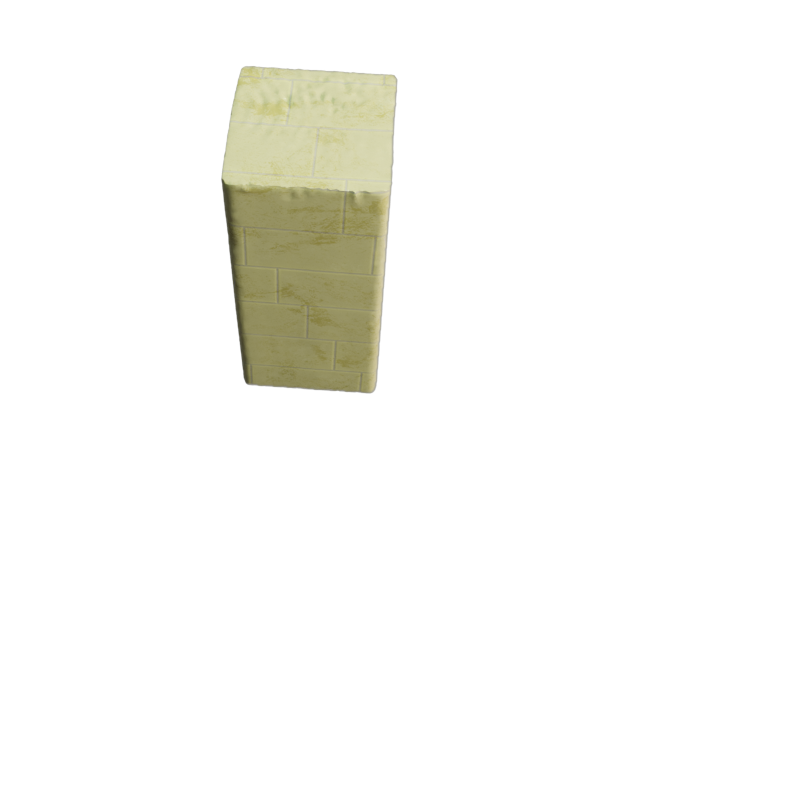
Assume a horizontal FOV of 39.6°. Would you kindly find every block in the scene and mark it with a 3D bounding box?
[{"bbox_3d":[-0.053,-0.096,0.676,0.091,0.096,0.193,4,-33,-1],"label":"block"}]
